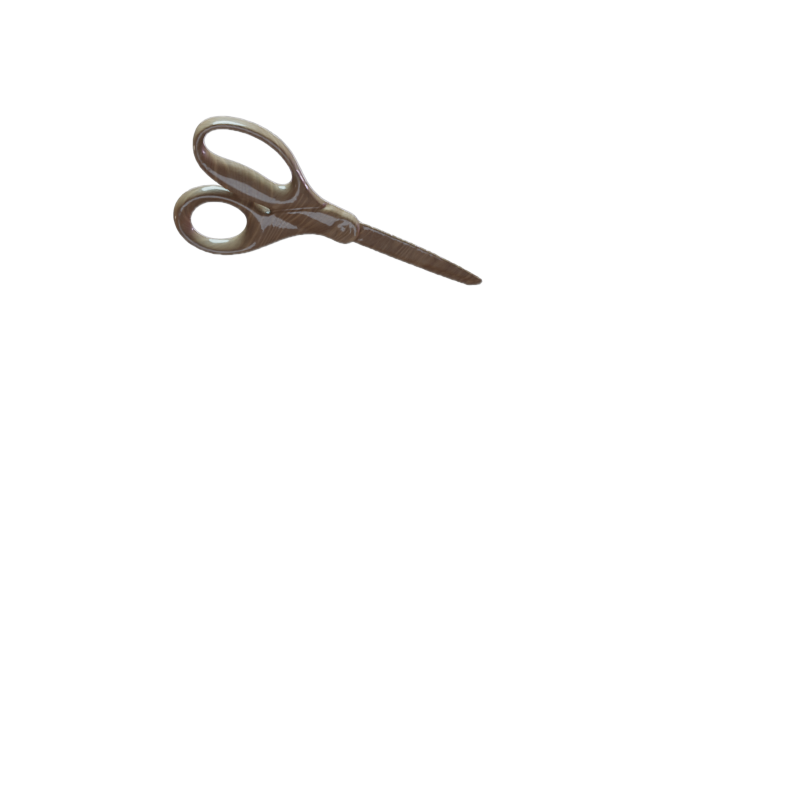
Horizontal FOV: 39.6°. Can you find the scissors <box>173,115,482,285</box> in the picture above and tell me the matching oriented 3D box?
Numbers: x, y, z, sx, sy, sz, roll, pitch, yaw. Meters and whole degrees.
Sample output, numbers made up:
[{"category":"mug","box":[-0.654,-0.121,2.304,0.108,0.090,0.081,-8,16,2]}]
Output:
[{"category":"scissors","box":[-0.054,-0.098,0.688,0.193,0.095,0.017,36,23,-18]}]
